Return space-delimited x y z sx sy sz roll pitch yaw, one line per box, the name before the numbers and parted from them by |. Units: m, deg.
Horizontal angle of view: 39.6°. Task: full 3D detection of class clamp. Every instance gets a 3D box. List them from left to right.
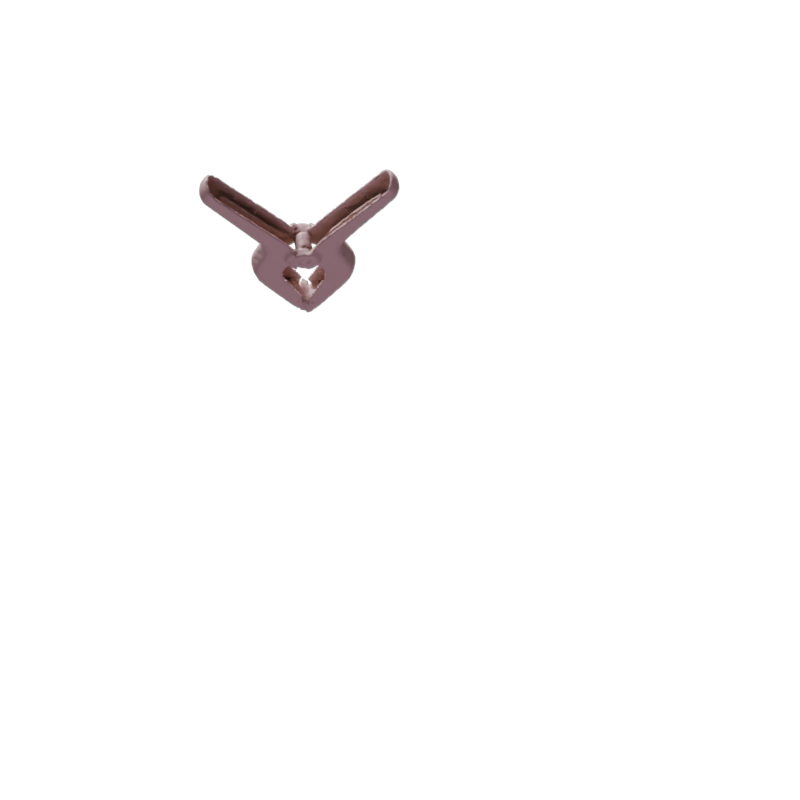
clamp | -0.077 -0.141 0.987 0.166 0.039 0.196 -3 -26 5
